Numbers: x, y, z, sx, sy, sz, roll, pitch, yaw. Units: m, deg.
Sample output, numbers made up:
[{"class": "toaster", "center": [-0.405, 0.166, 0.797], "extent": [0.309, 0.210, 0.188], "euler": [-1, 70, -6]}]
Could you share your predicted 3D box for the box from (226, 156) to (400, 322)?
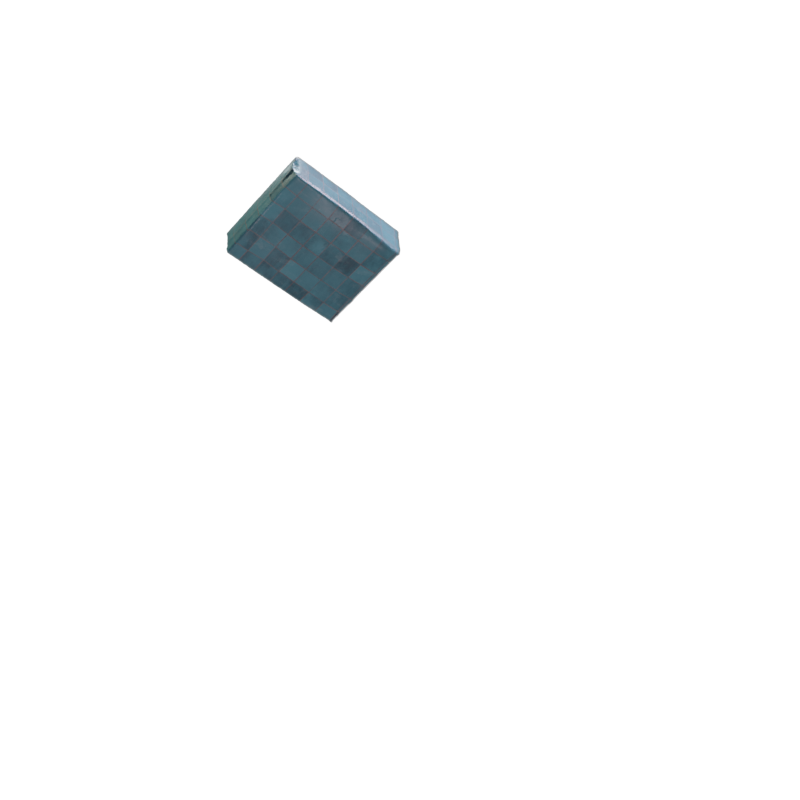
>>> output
[{"class": "box", "center": [-0.070, -0.127, 0.892], "extent": [0.108, 0.088, 0.041], "euler": [36, 25, -20]}]
